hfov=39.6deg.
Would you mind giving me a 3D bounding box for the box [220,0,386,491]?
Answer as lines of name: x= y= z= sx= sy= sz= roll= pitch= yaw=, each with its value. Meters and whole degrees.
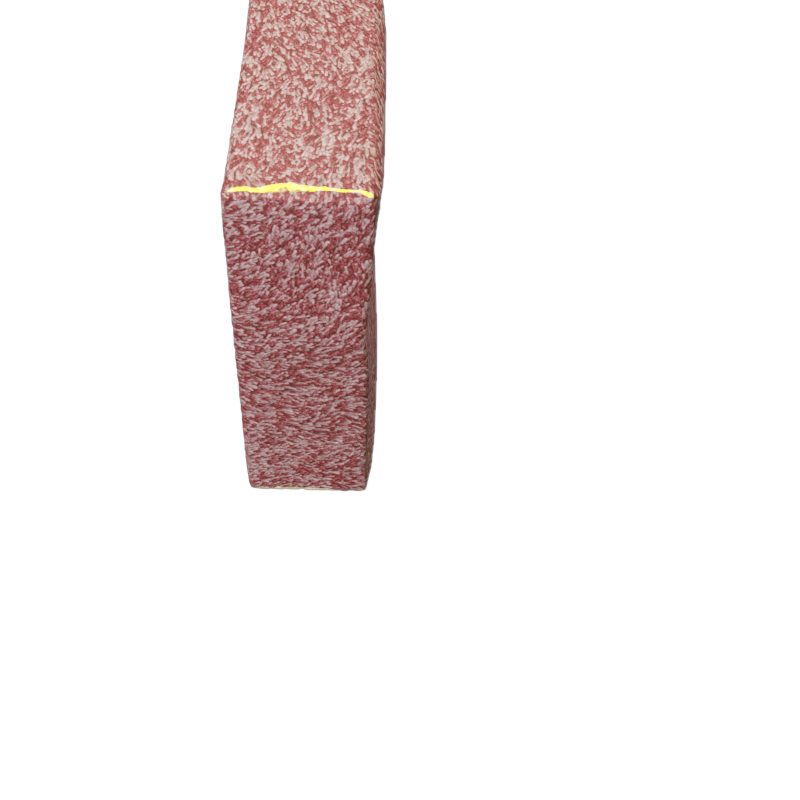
box: x=-0.044 y=-0.081 z=0.564 sx=0.072 sy=0.176 sz=0.199 roll=2 pitch=-41 yaw=-3
